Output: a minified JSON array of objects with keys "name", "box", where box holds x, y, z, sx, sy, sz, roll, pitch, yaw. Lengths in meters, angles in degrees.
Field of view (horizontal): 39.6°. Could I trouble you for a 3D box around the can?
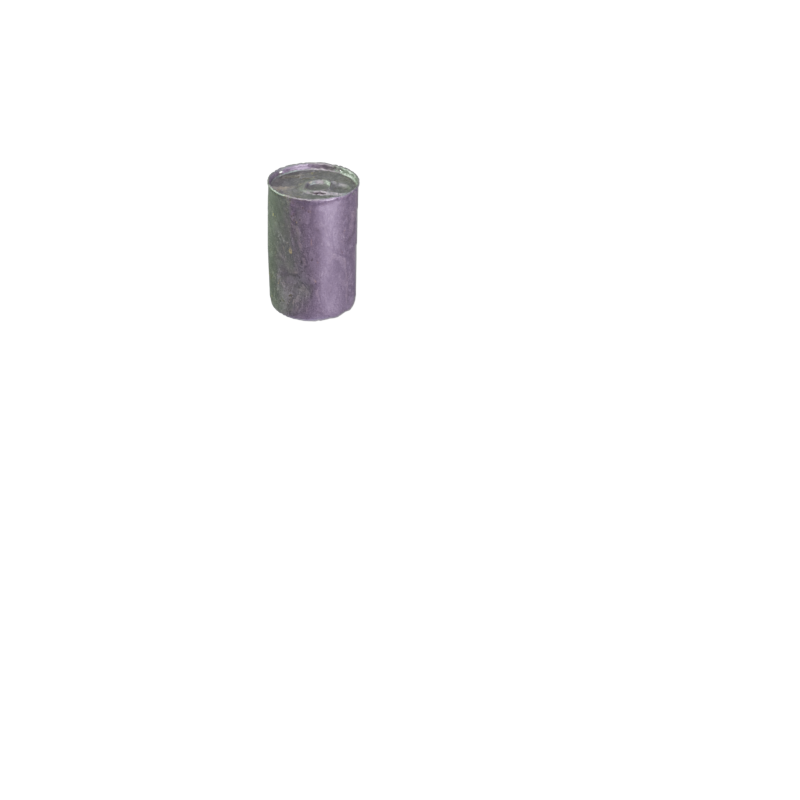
[{"name":"can","box":[-0.065,-0.119,0.834,0.068,0.096,0.073,0,30,-2]}]
